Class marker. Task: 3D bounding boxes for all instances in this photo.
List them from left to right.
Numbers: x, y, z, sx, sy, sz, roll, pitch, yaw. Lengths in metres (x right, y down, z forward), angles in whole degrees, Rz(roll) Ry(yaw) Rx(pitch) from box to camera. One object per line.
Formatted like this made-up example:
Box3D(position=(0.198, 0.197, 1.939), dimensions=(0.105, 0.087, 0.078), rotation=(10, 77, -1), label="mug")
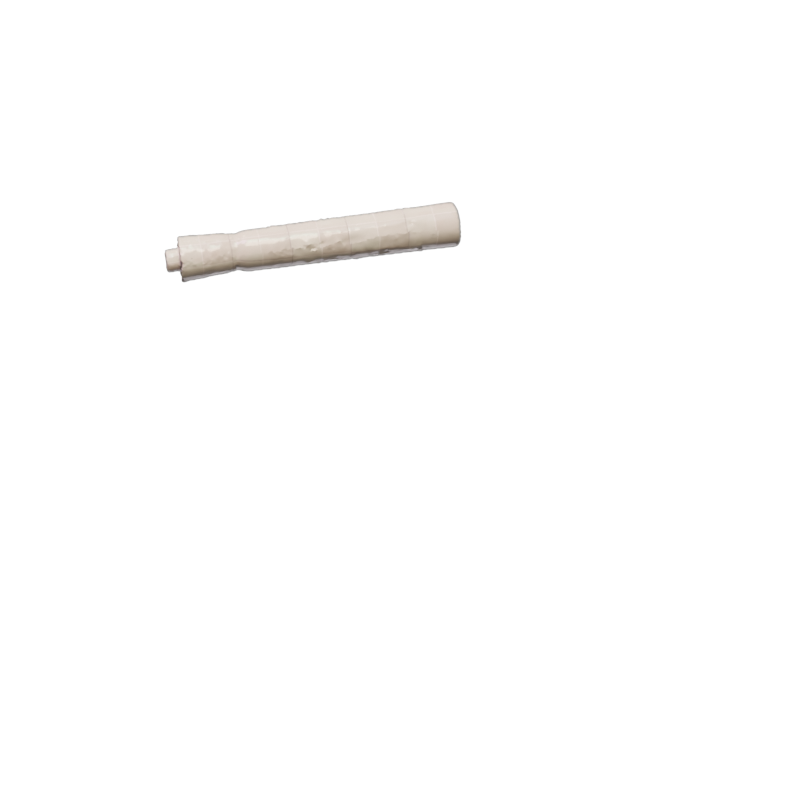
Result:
Box3D(position=(-0.036, -0.065, 0.454), dimensions=(0.120, 0.020, 0.020), rotation=(-8, 6, -9), label="marker")
